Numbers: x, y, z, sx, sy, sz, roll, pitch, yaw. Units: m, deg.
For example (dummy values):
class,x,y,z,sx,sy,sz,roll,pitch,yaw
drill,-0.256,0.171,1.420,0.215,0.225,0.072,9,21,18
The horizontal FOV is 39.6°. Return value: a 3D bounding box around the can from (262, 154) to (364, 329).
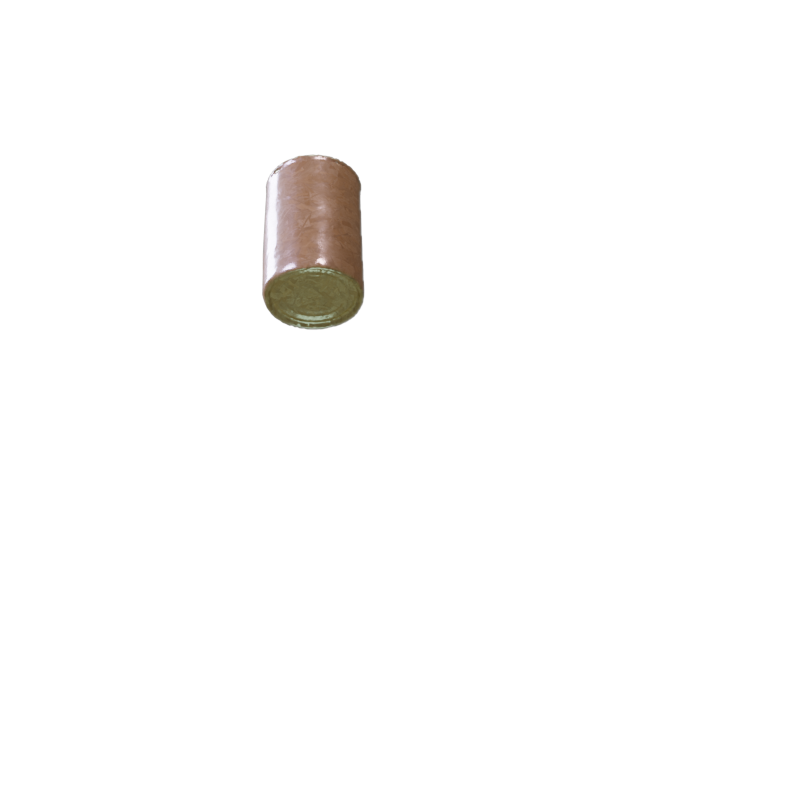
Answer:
class,x,y,z,sx,sy,sz,roll,pitch,yaw
can,-0.059,-0.108,0.754,0.068,0.110,0.064,-1,-38,-3
